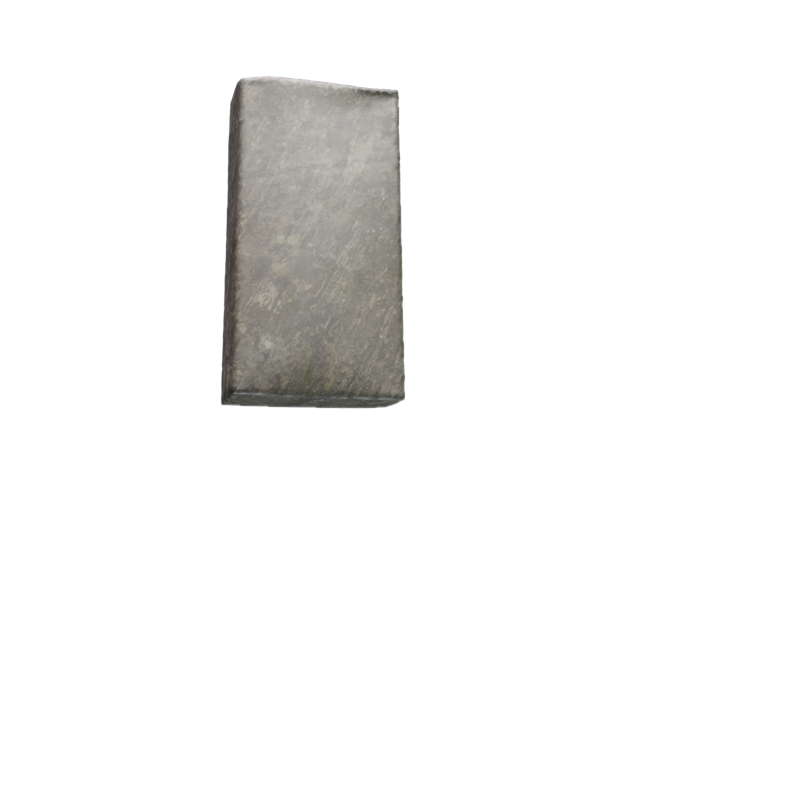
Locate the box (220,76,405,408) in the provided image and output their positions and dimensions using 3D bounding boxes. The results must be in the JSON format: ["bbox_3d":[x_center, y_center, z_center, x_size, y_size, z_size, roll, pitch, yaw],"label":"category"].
[{"bbox_3d":[-0.047,-0.086,0.599,0.092,0.183,0.047,2,-15,-13],"label":"box"}]
